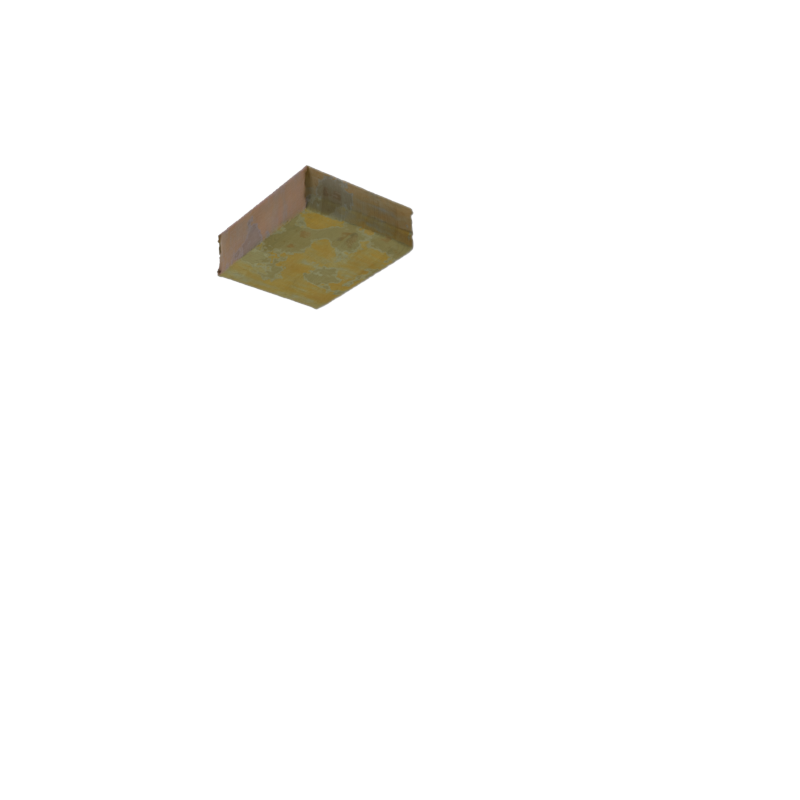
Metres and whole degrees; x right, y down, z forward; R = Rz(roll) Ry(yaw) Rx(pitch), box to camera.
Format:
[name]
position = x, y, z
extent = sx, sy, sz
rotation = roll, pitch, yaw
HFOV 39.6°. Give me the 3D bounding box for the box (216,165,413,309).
[box]
position = -0.059, -0.109, 0.761
extent = 0.085, 0.041, 0.113
rotation = 20, -33, -34
